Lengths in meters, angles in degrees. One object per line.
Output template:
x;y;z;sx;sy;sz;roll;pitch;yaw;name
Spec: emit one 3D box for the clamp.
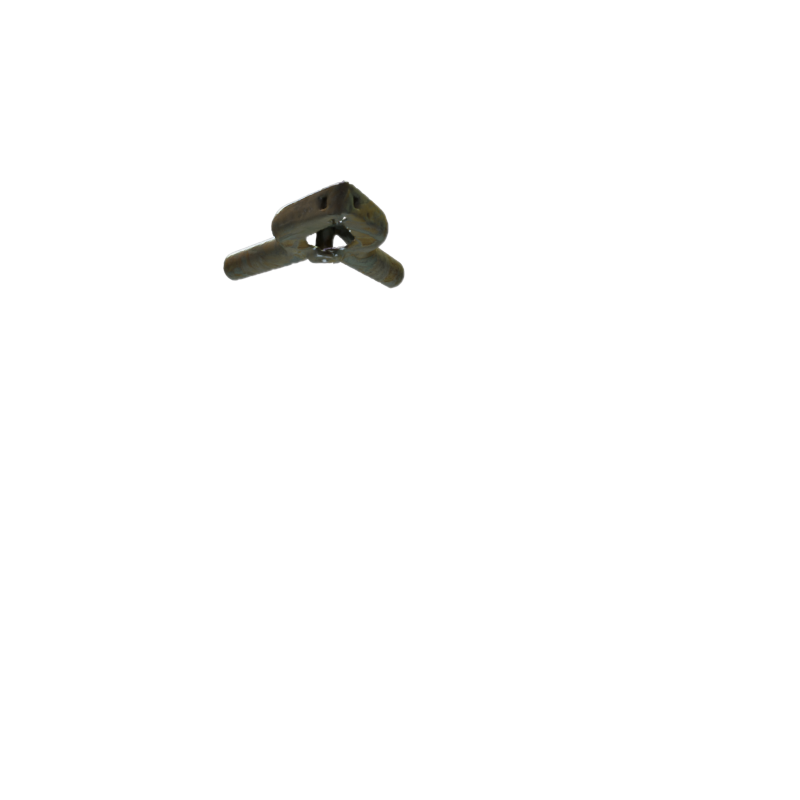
-0.073;-0.133;0.931;0.164;0.038;0.203;0;-11;-2;clamp
